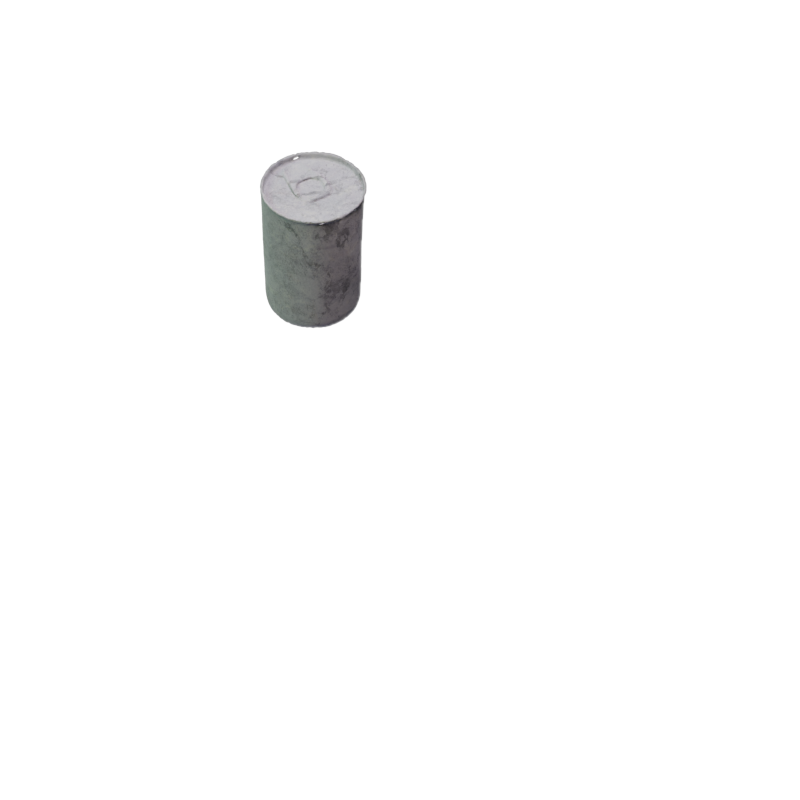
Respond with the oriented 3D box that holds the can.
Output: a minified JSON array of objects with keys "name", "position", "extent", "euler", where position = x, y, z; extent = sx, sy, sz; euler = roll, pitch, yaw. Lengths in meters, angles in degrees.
[{"name":"can","position":[-0.058,-0.106,0.741],"extent":[0.068,0.074,0.095],"euler":[0,-41,-3]}]
